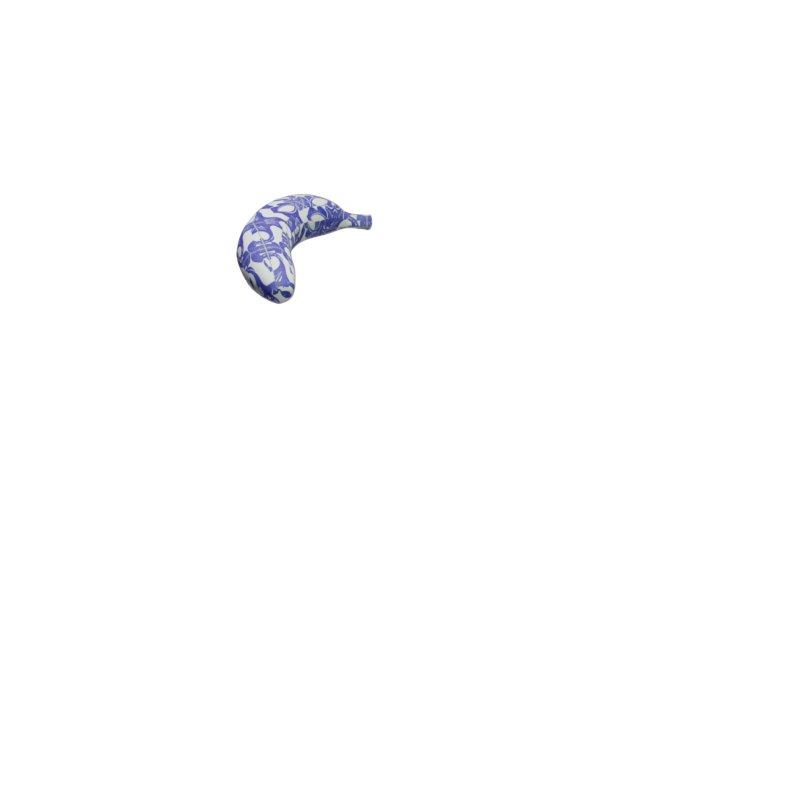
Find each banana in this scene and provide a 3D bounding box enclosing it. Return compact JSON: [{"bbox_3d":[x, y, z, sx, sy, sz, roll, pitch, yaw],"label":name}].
[{"bbox_3d":[-0.078,-0.115,0.784,0.071,0.035,0.202,6,25,14],"label":"banana"}]
